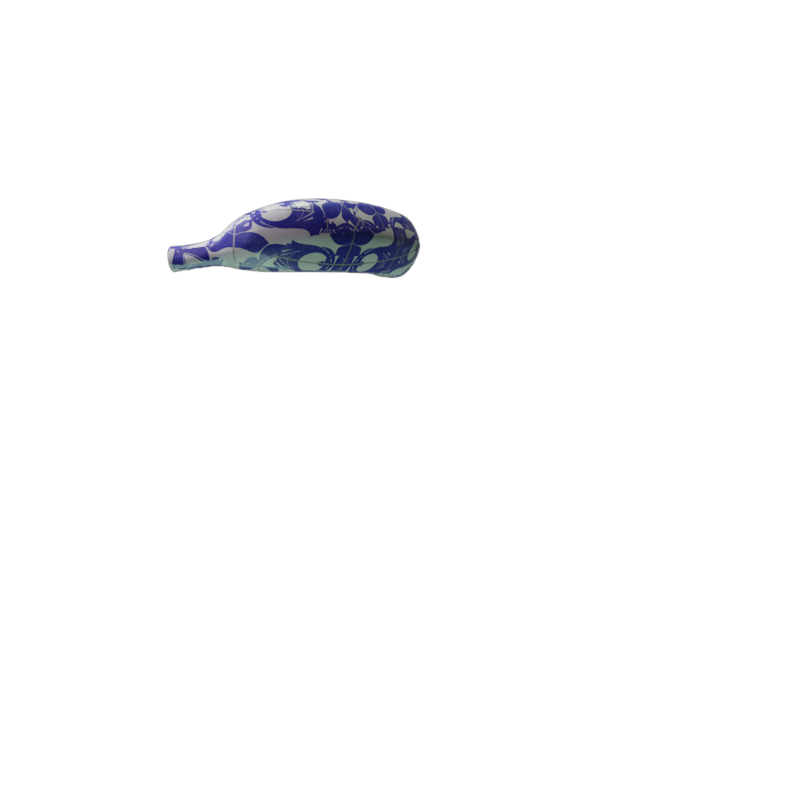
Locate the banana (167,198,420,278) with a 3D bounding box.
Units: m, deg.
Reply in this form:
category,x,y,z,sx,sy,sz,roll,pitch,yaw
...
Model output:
category,x,y,z,sx,sy,sz,roll,pitch,yaw
banana,-0.032,-0.082,0.572,0.072,0.037,0.191,2,5,31
